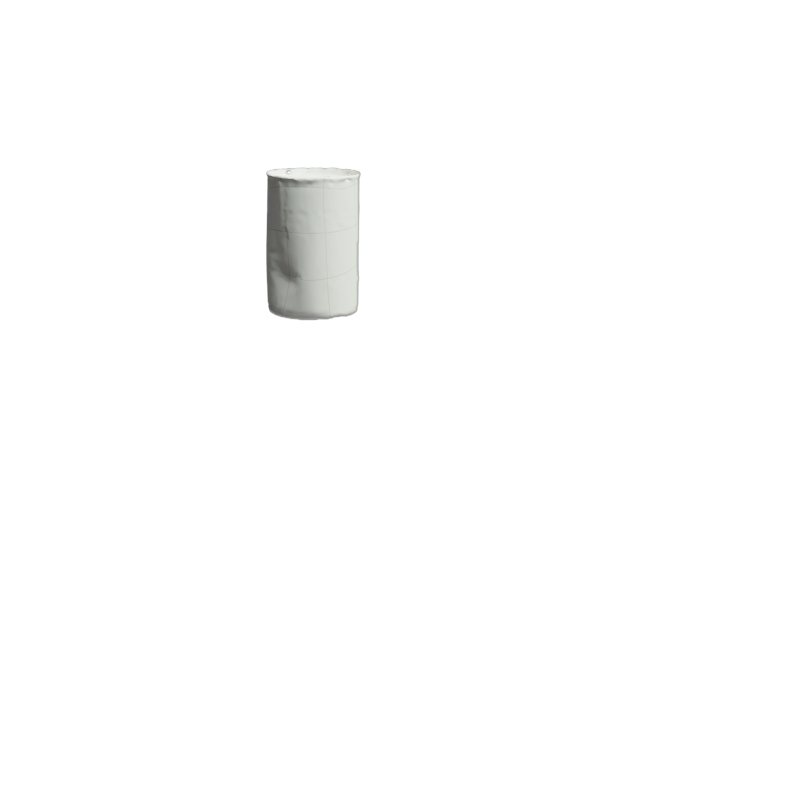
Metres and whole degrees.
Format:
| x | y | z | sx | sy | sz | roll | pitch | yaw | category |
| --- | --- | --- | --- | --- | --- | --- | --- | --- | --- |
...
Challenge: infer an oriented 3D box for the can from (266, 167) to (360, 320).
| x | y | z | sx | sy | sz | roll | pitch | yaw | category |
| --- | --- | --- | --- | --- | --- | --- | --- | --- | --- |
| -0.063 | -0.115 | 0.803 | 0.068 | 0.100 | 0.070 | 0 | 12 | -2 | can |
